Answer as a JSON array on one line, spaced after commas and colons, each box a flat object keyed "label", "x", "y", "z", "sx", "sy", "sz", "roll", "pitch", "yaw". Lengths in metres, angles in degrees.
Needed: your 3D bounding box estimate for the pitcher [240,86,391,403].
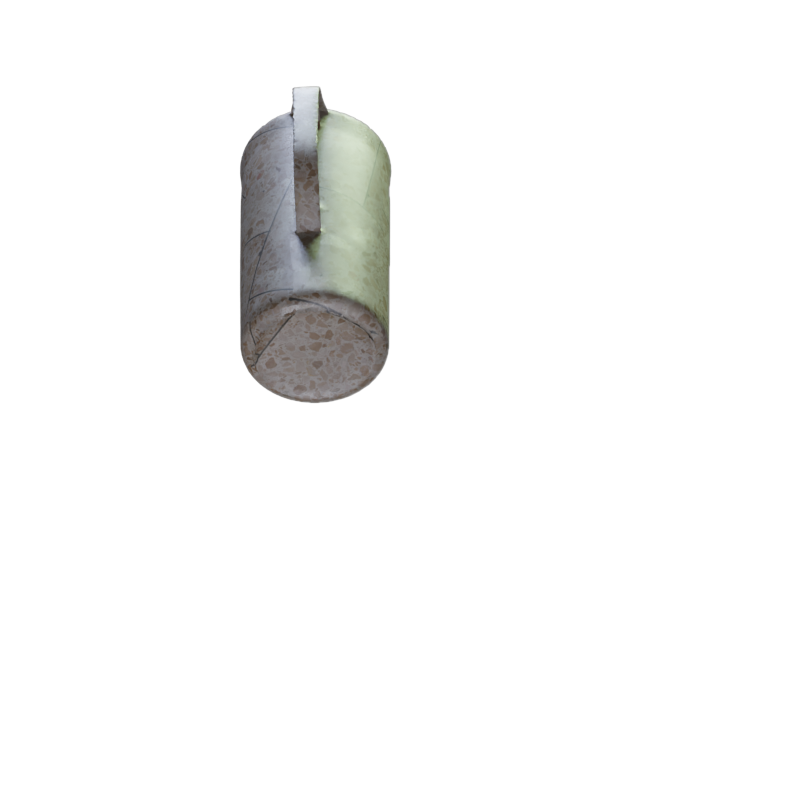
[{"label": "pitcher", "x": -0.069, "y": -0.126, "z": 0.881, "sx": 0.141, "sy": 0.261, "sz": 0.143, "roll": 34, "pitch": -58, "yaw": -29}]
